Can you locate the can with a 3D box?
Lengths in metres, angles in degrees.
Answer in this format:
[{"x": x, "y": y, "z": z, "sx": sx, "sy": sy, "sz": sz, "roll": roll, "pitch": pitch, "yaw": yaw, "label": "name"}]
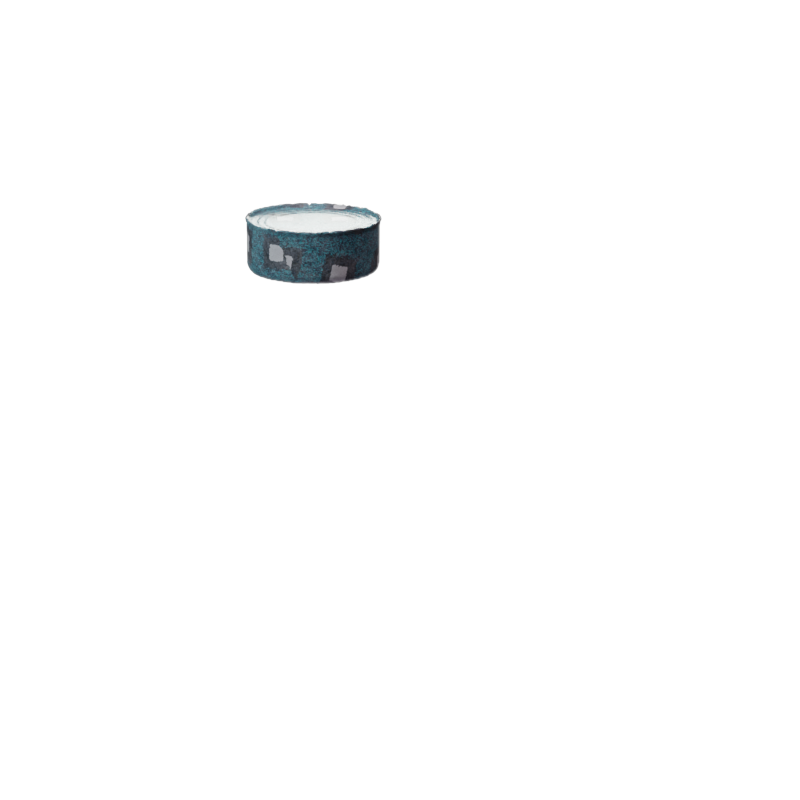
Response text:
[{"x": -0.055, "y": -0.101, "z": 0.704, "sx": 0.086, "sy": 0.032, "sz": 0.090, "roll": -1, "pitch": 20, "yaw": -2, "label": "can"}]
